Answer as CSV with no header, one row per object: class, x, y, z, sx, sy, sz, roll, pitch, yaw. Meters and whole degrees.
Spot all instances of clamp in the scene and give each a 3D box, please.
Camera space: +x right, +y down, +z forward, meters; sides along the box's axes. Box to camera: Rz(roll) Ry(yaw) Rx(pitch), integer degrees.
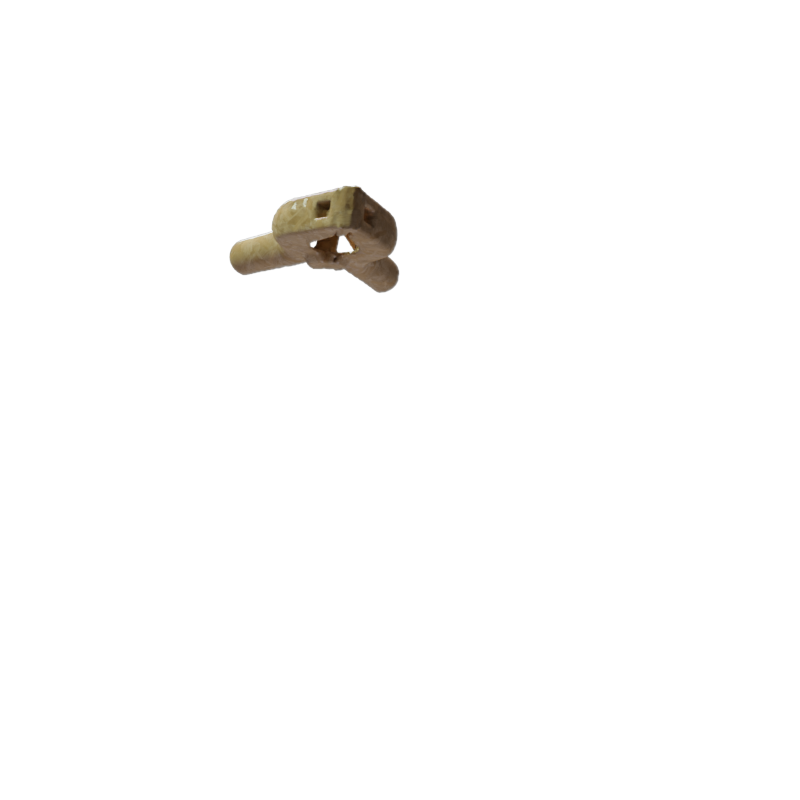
clamp,-0.057,-0.104,0.726,0.120,0.041,0.166,0,-10,-2
